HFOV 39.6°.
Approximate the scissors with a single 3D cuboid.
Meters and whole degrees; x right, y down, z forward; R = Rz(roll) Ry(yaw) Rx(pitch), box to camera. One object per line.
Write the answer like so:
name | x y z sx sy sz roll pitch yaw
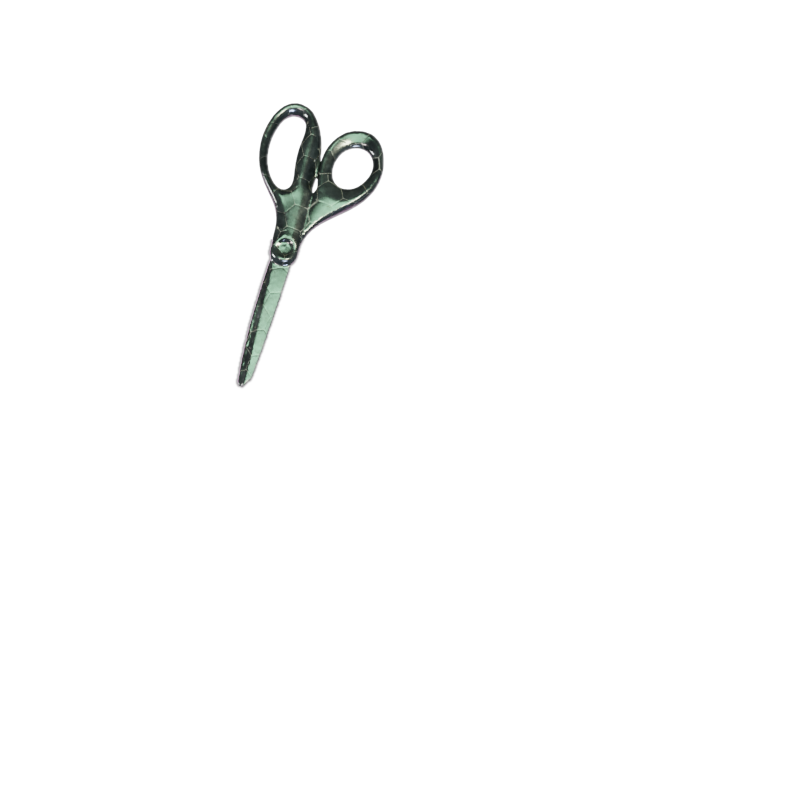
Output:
scissors | -0.059 -0.108 0.755 0.096 0.210 0.015 0 -18 0
